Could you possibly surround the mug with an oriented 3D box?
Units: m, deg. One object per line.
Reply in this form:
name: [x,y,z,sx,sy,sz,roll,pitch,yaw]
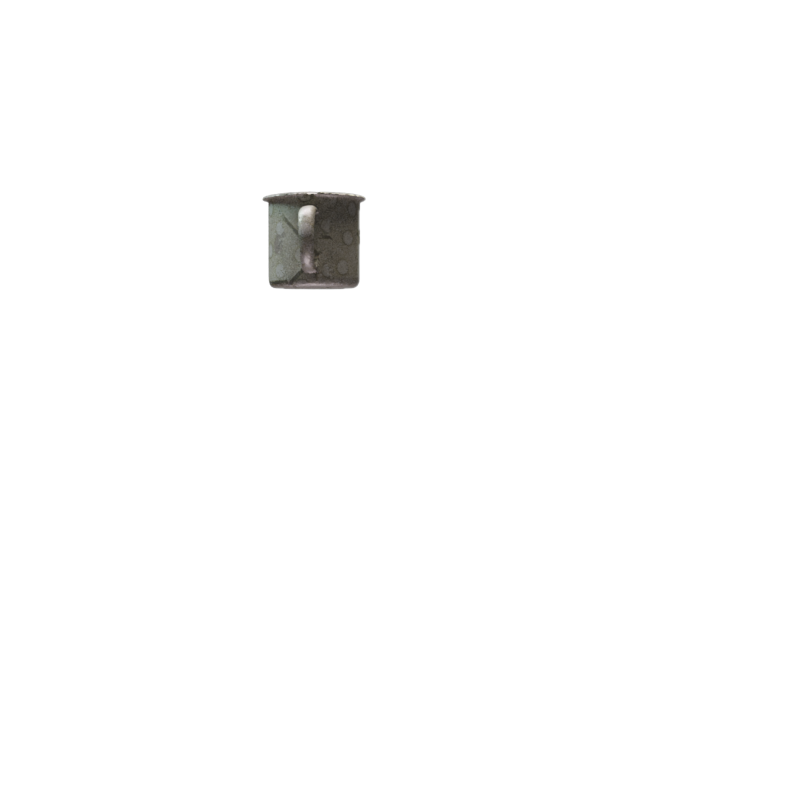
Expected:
mug: [-0.077,-0.140,0.981,0.093,0.082,0.117,0,1,0]
